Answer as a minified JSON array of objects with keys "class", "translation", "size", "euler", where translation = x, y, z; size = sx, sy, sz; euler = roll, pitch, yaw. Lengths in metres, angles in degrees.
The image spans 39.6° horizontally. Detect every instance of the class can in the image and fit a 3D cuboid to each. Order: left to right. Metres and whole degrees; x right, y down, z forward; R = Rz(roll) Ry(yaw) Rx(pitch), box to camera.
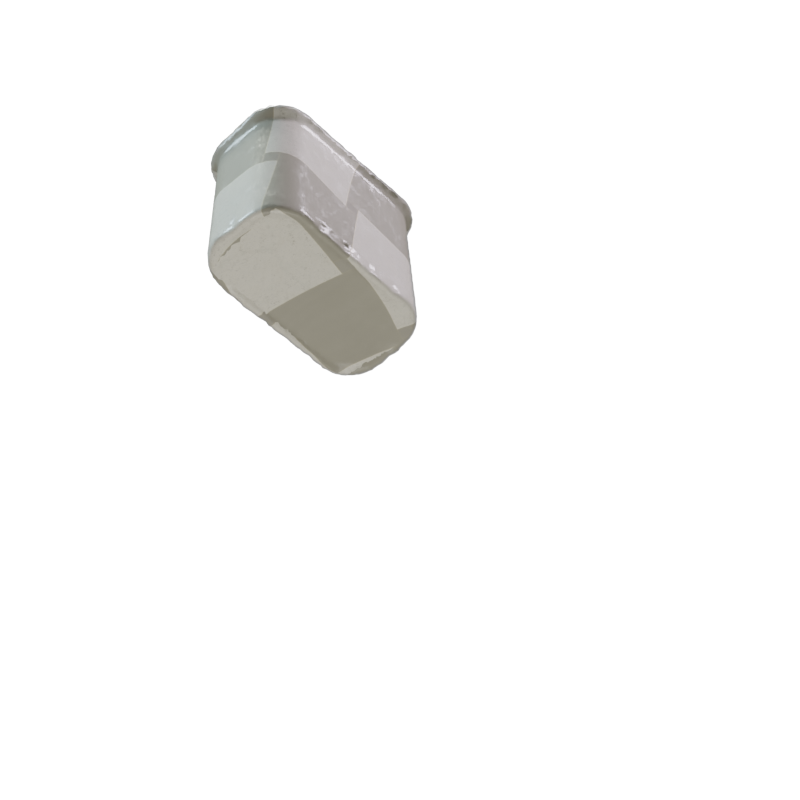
[{"class":"can","translation":[-0.039,-0.072,0.502],"size":[0.057,0.090,0.096],"euler":[-38,-60,25]}]
